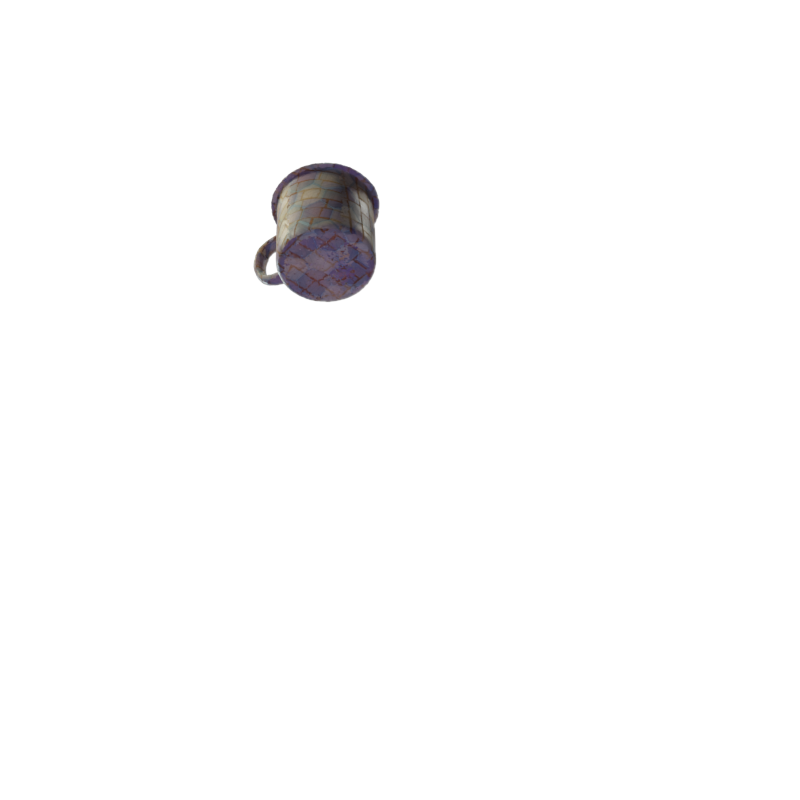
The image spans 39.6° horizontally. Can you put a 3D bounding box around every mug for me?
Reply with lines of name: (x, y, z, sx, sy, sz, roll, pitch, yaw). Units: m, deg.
mug: (-0.072, -0.132, 0.924, 0.117, 0.087, 0.086, -23, -50, 19)
